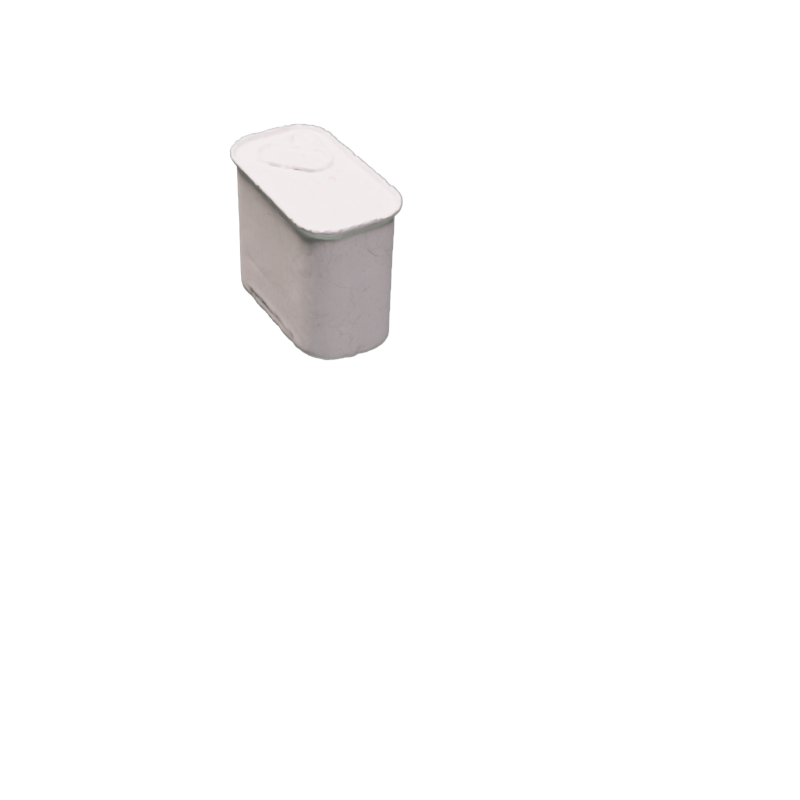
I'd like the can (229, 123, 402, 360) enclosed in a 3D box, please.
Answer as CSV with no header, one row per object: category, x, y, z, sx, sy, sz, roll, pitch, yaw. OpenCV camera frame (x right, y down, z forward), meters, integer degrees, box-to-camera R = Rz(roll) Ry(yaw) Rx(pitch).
can,-0.045,-0.082,0.572,0.057,0.078,0.110,-19,43,-25
